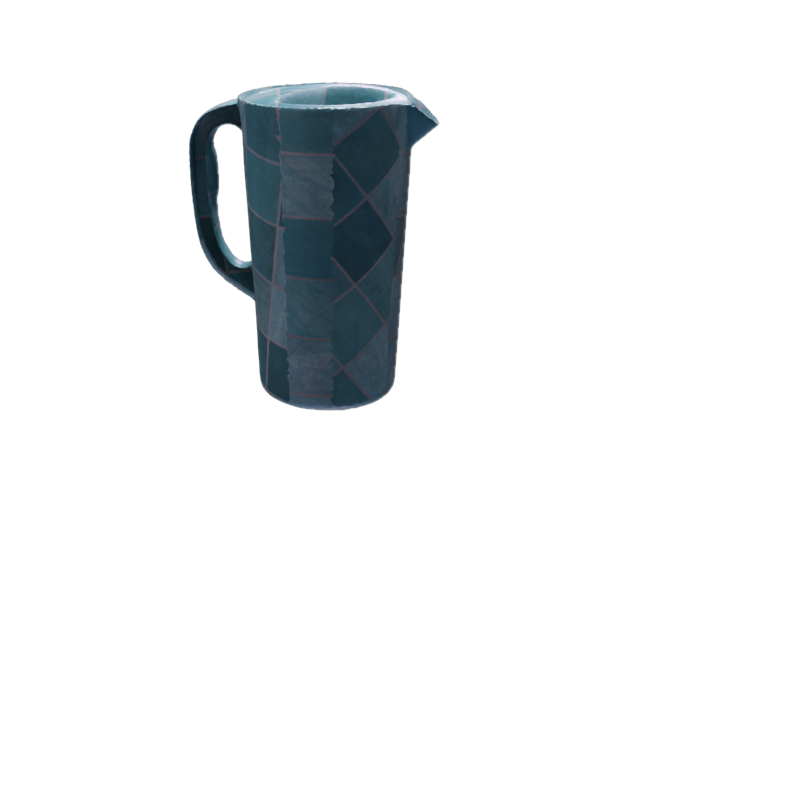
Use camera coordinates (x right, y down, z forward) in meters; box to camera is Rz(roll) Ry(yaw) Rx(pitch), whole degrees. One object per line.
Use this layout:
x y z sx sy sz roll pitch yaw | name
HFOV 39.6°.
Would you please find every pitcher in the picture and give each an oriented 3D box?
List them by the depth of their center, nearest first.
-0.067 -0.122 0.856 0.142 0.234 0.159 -13 23 -37 | pitcher
